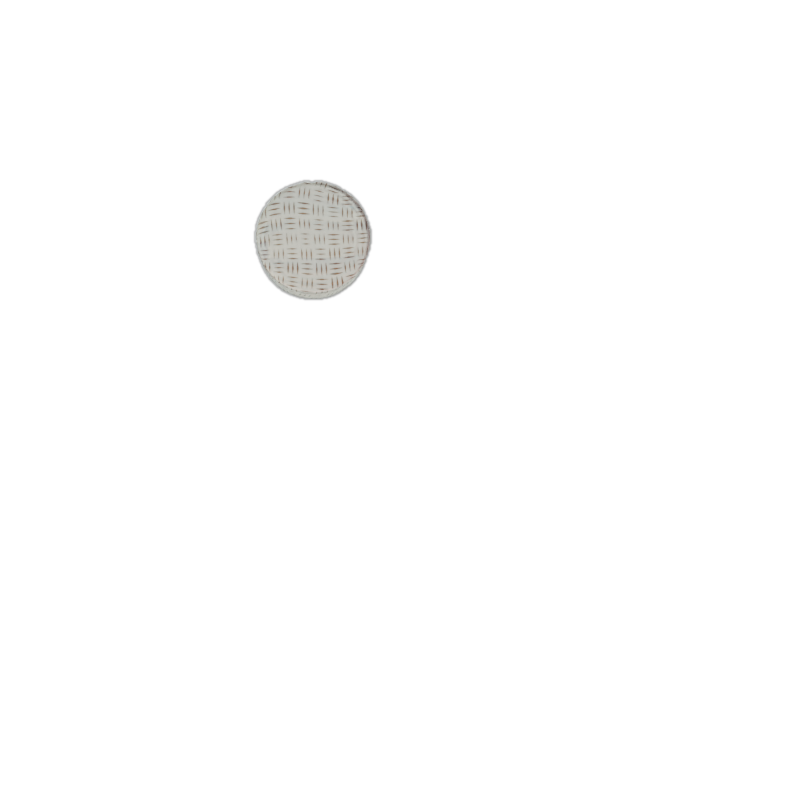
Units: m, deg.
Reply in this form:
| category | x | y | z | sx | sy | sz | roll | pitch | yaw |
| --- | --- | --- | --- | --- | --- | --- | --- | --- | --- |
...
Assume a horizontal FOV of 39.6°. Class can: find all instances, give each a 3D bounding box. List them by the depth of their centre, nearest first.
| category | x | y | z | sx | sy | sz | roll | pitch | yaw |
| --- | --- | --- | --- | --- | --- | --- | --- | --- | --- |
| can | -0.065 | -0.119 | 0.835 | 0.086 | 0.089 | 0.033 | 0 | -12 | -1 |
